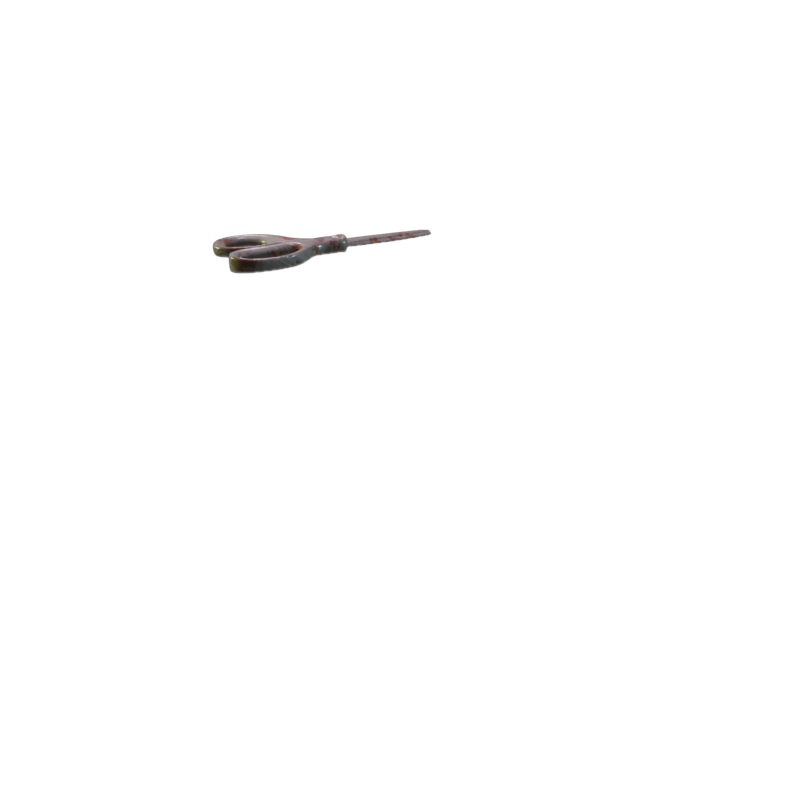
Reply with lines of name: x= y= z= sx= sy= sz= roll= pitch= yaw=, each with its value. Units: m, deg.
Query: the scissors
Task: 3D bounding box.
scissors: x=-0.075 y=-0.137 z=0.956 sx=0.102 sy=0.015 sz=0.198 roll=19 pitch=28 yaw=41
